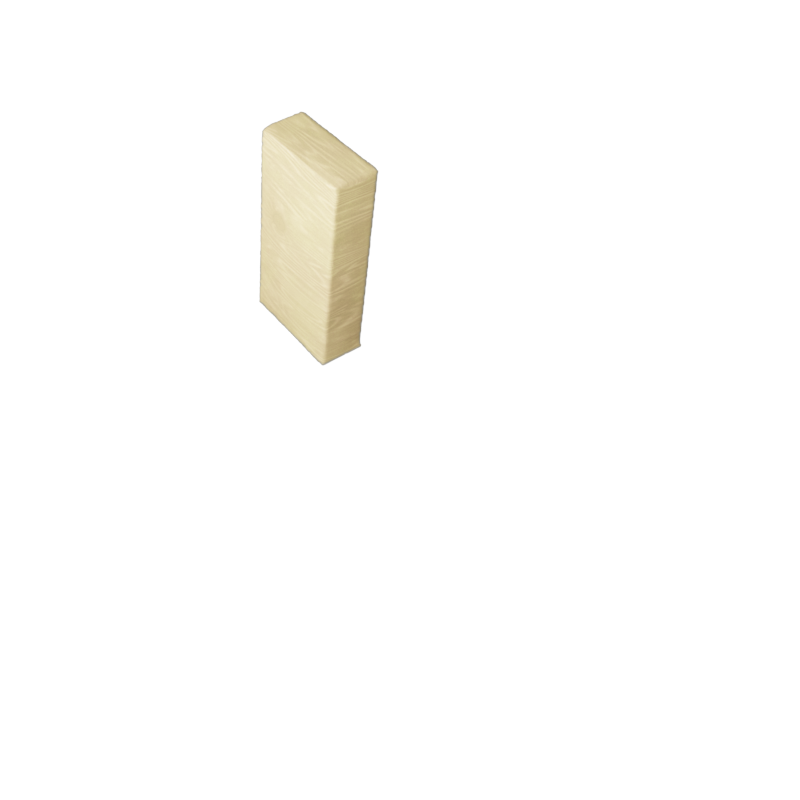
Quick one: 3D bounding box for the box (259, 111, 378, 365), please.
[{"bbox_3d":[-0.066,-0.120,0.844,0.048,0.164,0.100,-27,52,-27],"label":"box"}]
